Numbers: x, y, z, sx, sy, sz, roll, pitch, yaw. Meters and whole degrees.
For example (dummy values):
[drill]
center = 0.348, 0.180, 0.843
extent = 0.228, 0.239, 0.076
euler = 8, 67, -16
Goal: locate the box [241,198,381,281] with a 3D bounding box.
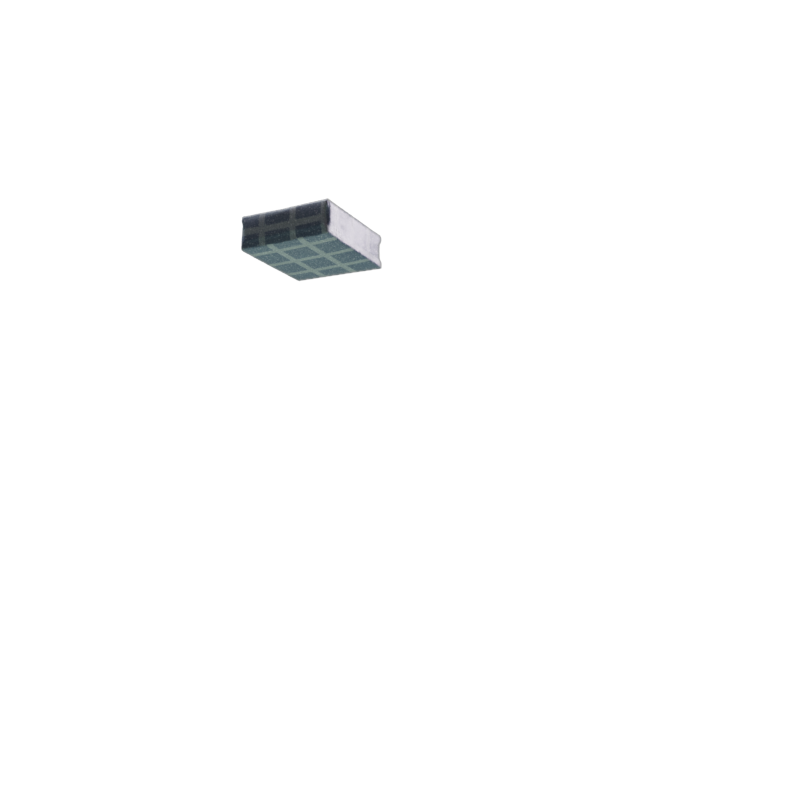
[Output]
[box]
center = -0.065, -0.118, 0.826
extent = 0.075, 0.031, 0.084
euler = -7, -15, 27
